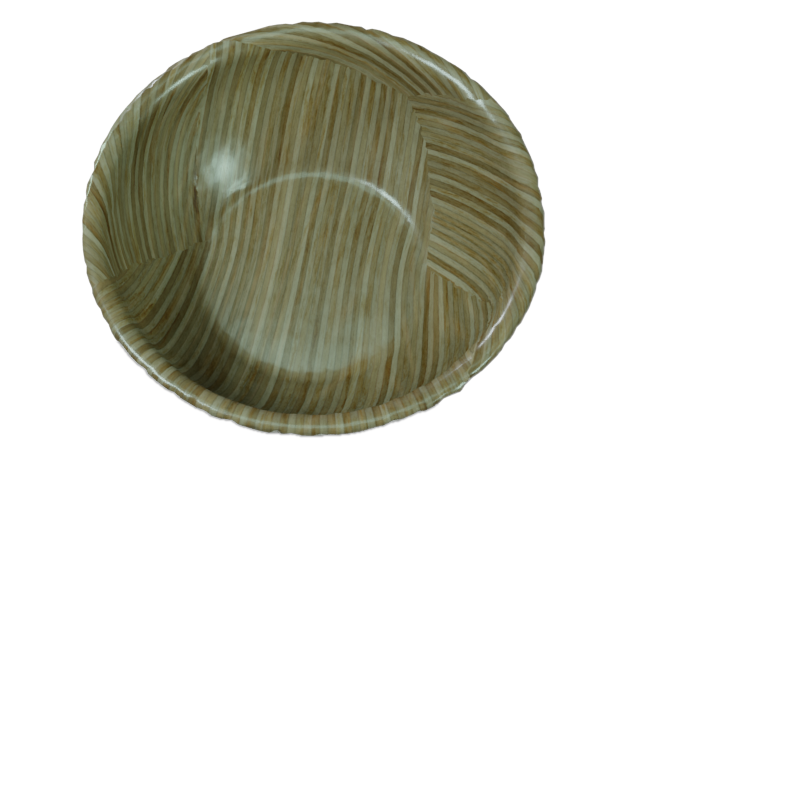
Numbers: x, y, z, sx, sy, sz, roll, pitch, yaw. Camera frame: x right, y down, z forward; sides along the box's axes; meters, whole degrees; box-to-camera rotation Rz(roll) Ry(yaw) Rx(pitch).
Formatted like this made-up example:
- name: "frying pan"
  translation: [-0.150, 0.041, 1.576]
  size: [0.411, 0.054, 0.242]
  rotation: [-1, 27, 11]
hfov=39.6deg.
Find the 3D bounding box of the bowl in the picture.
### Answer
- name: "bowl"
  translation: [-0.032, -0.058, 0.409]
  size: [0.162, 0.171, 0.052]
  rotation: [-1, -24, -1]
